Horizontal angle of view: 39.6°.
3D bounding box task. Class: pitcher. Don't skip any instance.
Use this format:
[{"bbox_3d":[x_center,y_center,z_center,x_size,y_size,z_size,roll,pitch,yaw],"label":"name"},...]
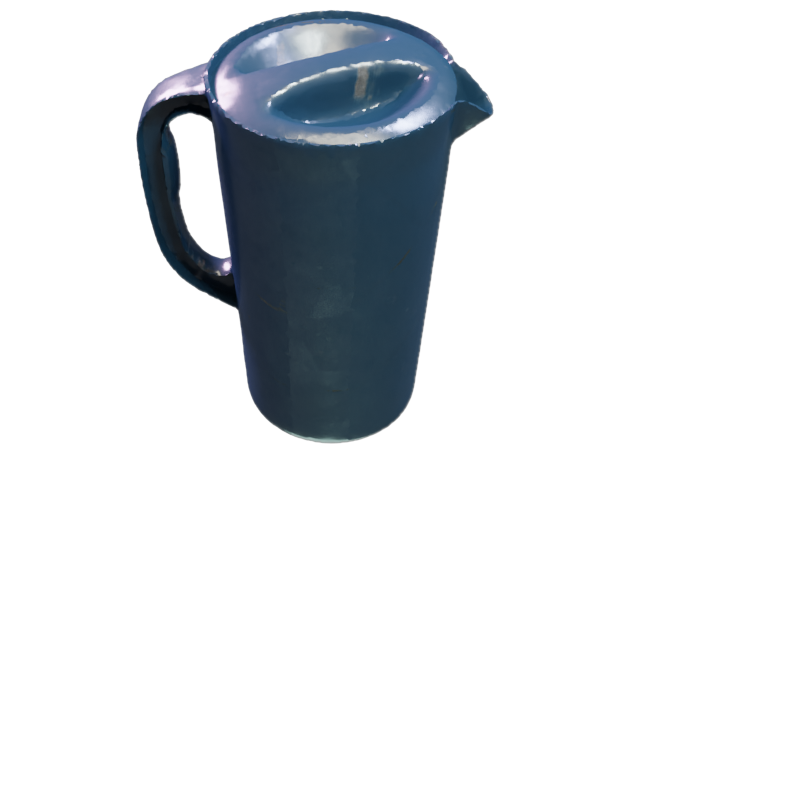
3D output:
[{"bbox_3d":[-0.050,-0.092,0.642,0.146,0.226,0.159,-33,54,-32],"label":"pitcher"}]
